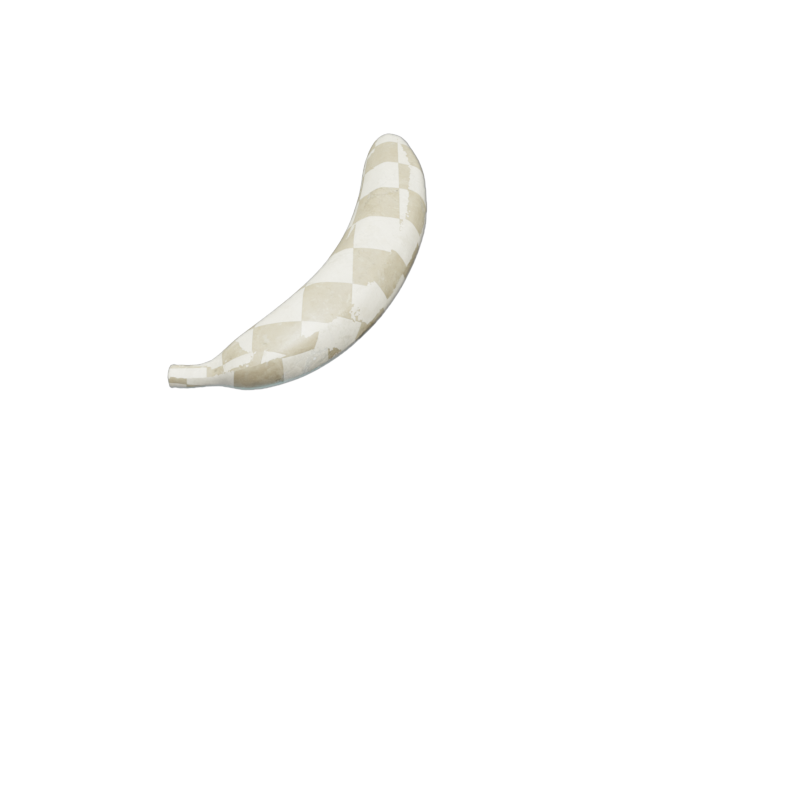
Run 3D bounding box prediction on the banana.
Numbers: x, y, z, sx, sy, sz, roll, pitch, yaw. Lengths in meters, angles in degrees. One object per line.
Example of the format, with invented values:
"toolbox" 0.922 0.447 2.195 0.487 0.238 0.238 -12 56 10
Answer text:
"banana" -0.029 -0.068 0.545 0.073 0.203 0.034 24 -36 19
